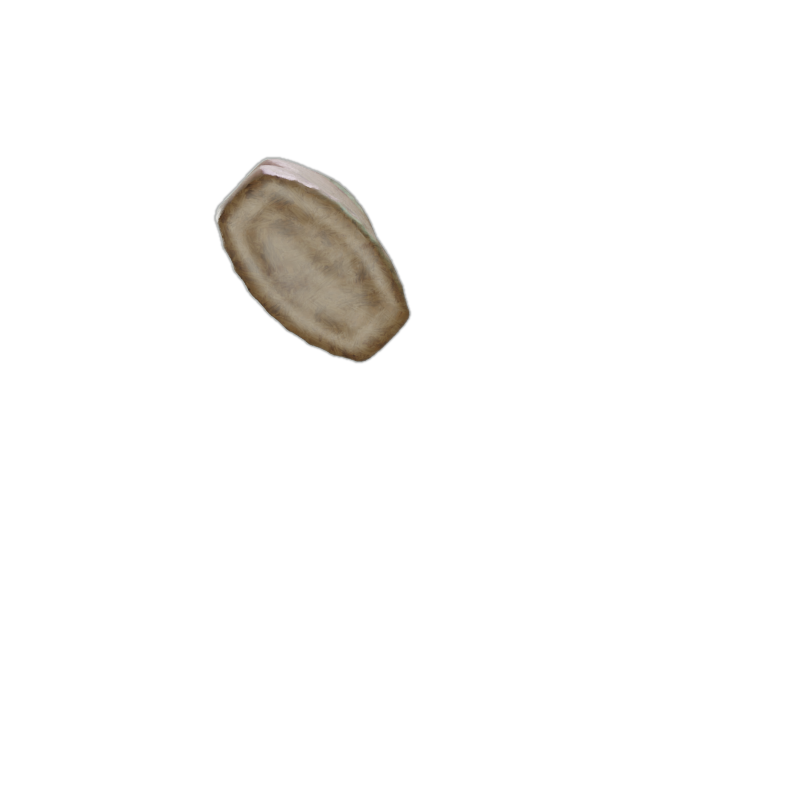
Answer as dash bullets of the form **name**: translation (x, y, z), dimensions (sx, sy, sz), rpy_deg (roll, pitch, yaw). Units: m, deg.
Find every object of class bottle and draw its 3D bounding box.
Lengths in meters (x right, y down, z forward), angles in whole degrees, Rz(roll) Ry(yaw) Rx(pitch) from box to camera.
- **bottle**: translation (-0.044, -0.082, 0.571), dimensions (0.094, 0.058, 0.197), rpy_deg (42, 8, -12)
